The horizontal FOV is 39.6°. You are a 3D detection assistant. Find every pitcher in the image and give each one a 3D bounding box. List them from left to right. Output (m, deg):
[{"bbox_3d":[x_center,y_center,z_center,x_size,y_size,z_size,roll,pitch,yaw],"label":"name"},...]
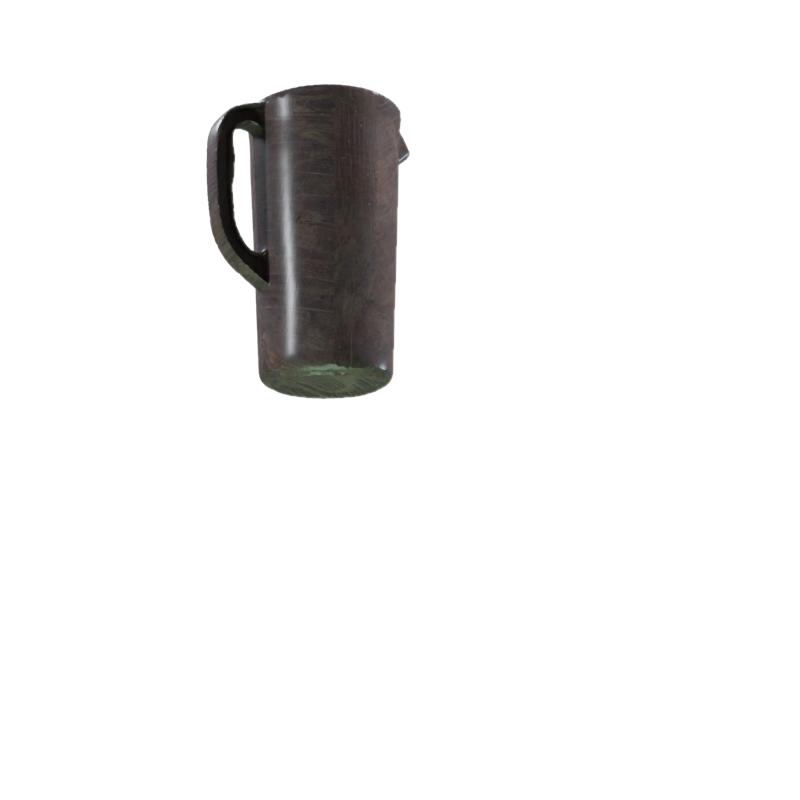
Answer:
[{"bbox_3d":[-0.072,-0.131,0.918,0.151,0.254,0.137,-5,-18,12],"label":"pitcher"}]
